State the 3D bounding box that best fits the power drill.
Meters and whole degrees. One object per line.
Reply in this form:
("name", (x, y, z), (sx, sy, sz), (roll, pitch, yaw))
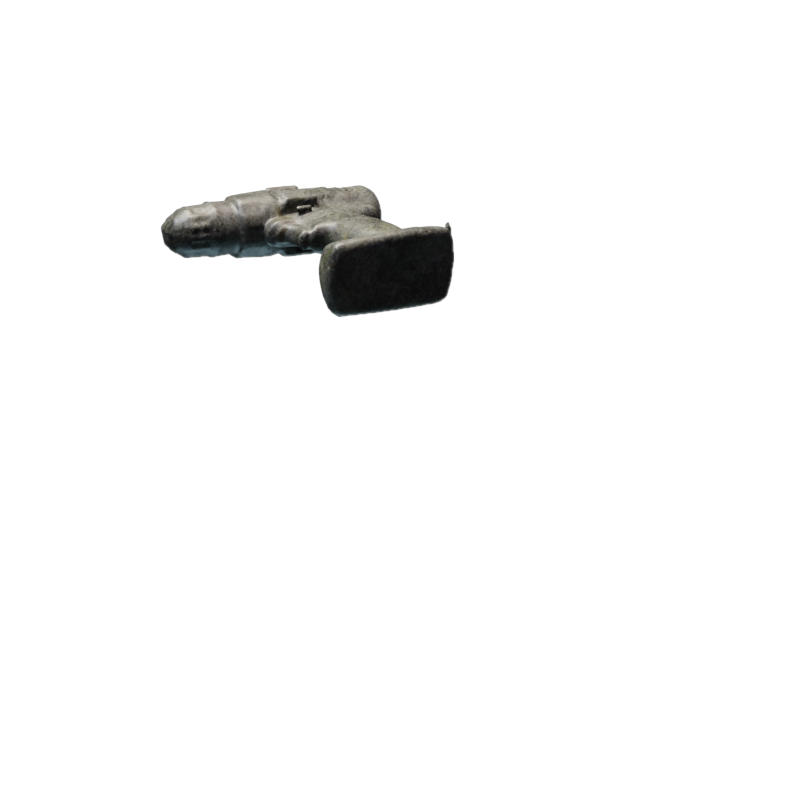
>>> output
("power drill", (-0.064, -0.117, 0.822), (0.181, 0.055, 0.200), (-13, 27, -27))
